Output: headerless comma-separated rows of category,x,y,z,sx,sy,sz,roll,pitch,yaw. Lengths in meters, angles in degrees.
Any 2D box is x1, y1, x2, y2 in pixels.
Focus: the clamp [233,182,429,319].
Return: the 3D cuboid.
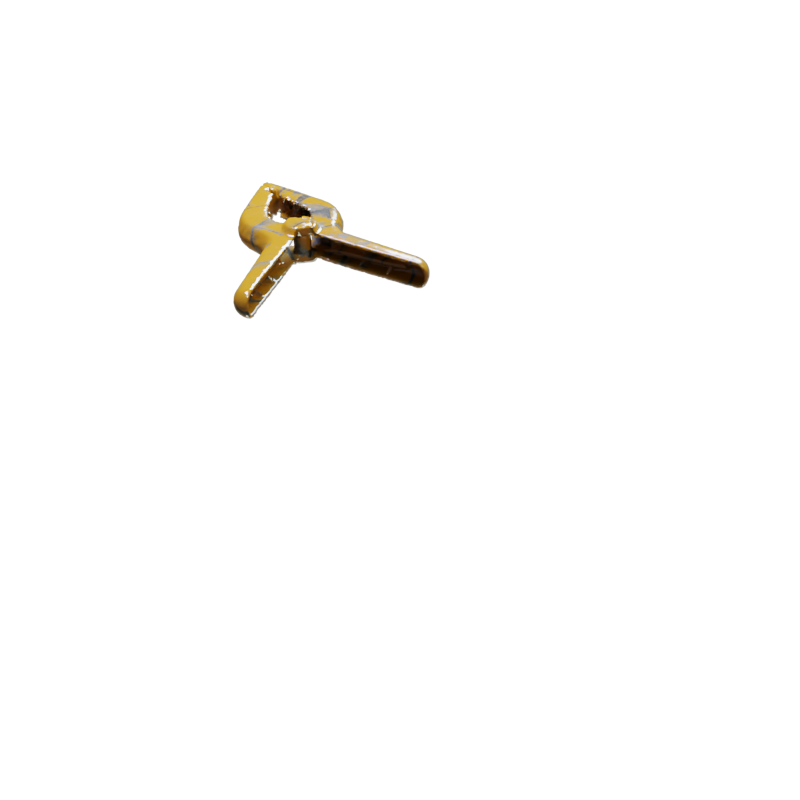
clamp,-0.076,-0.138,0.969,0.162,0.034,0.226,-7,33,-11
